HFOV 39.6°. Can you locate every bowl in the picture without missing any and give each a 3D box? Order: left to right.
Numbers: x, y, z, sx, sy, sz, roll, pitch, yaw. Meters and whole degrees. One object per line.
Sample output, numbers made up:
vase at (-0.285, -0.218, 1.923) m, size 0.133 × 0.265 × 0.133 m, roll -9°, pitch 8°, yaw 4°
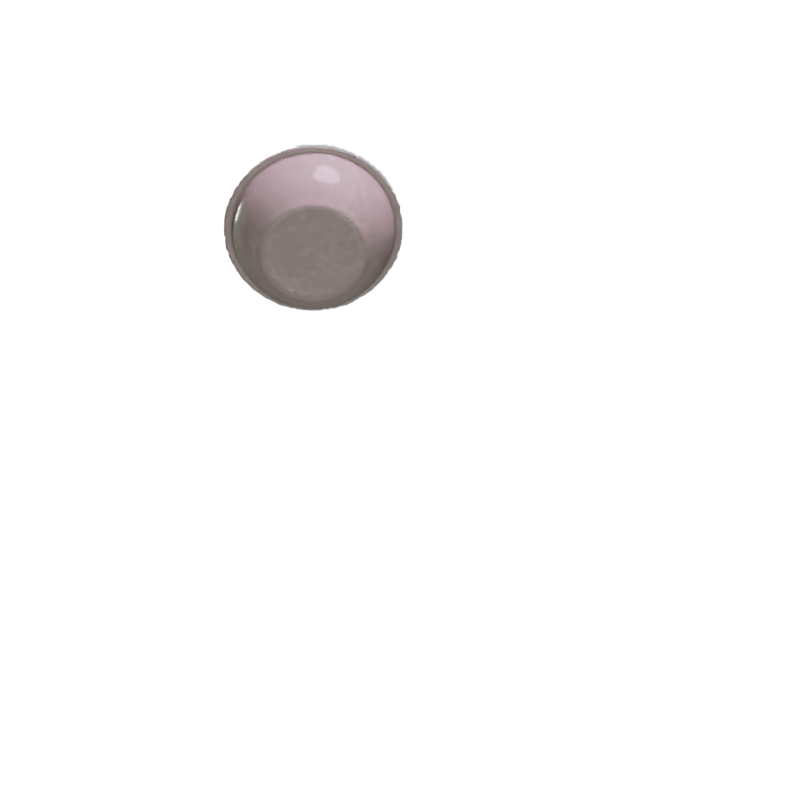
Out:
bowl at (-0.077, -0.140, 0.979) m, size 0.162 × 0.154 × 0.058 m, roll 1°, pitch 25°, yaw -1°
